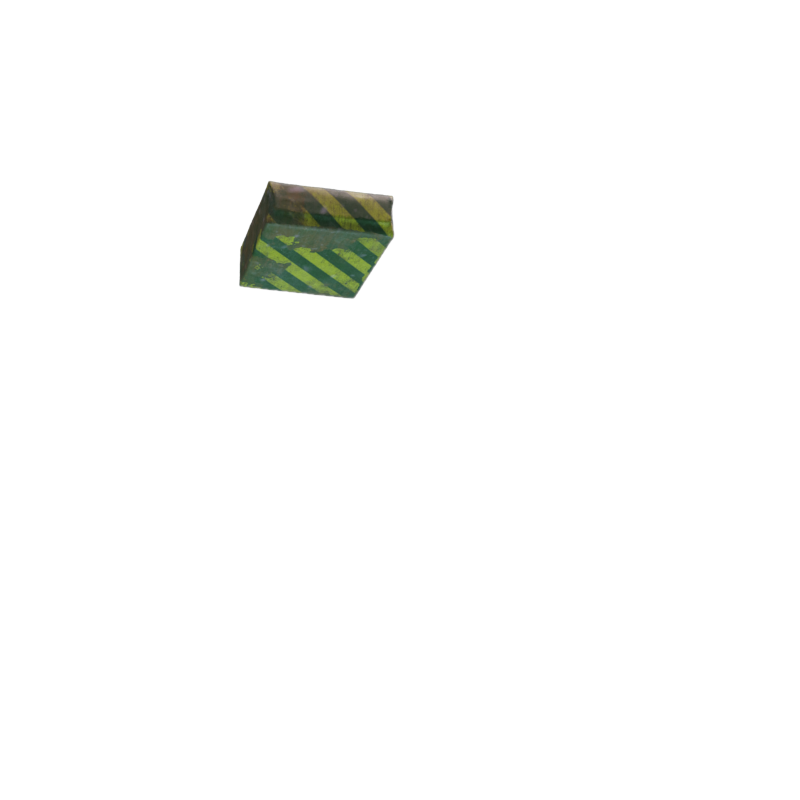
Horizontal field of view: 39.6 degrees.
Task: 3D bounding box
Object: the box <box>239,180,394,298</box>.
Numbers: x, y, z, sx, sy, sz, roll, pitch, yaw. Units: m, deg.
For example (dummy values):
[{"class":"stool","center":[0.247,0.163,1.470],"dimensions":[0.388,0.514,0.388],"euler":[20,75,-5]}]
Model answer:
[{"class":"box","center":[-0.050,-0.092,0.644],"dimensions":[0.072,0.032,0.086],"euler":[6,-22,-15]}]
